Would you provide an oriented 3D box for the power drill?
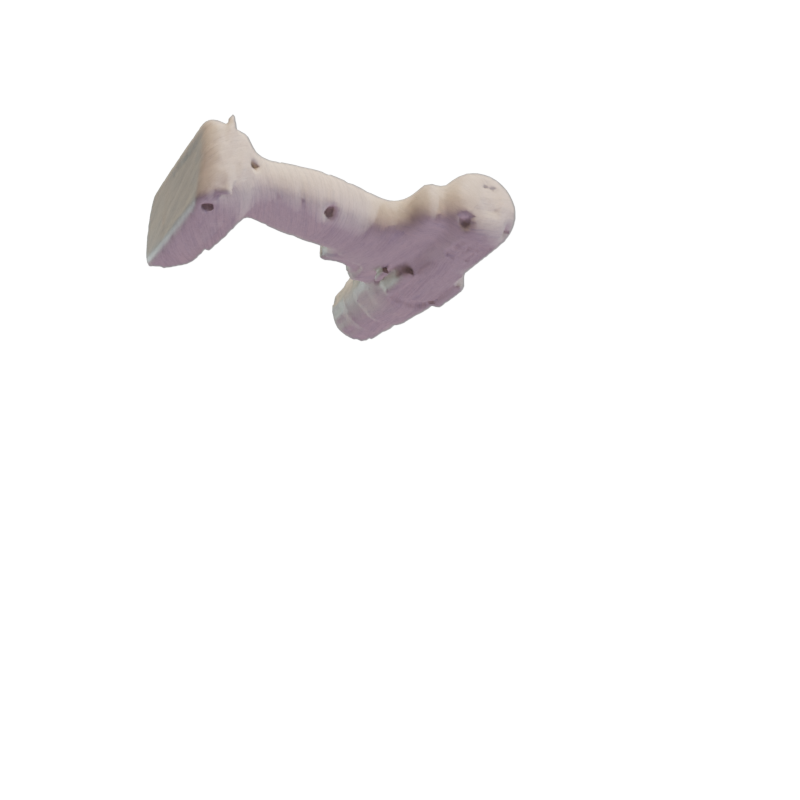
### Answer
[{"bbox_3d":[-0.052,-0.095,0.665,0.181,0.061,0.181,11,-26,-24],"label":"power drill"}]
